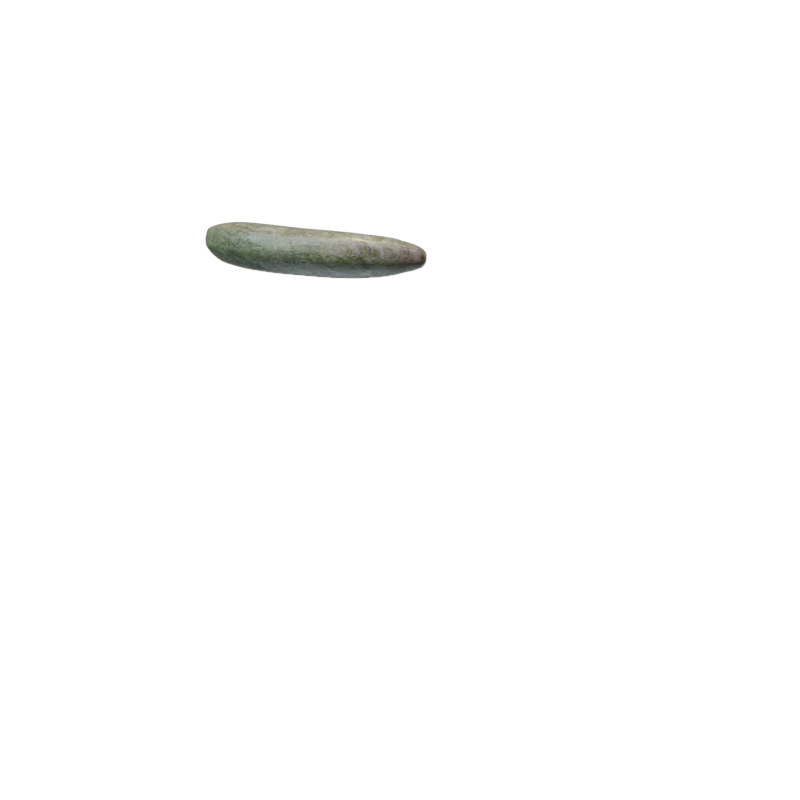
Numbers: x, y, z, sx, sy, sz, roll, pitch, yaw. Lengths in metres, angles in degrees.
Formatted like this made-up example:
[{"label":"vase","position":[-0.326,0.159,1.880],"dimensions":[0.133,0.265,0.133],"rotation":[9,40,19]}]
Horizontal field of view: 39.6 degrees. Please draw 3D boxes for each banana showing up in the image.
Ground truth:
[{"label":"banana","position":[-0.081,-0.123,0.889],"dimensions":[0.205,0.035,0.070],"rotation":[10,23,23]}]
